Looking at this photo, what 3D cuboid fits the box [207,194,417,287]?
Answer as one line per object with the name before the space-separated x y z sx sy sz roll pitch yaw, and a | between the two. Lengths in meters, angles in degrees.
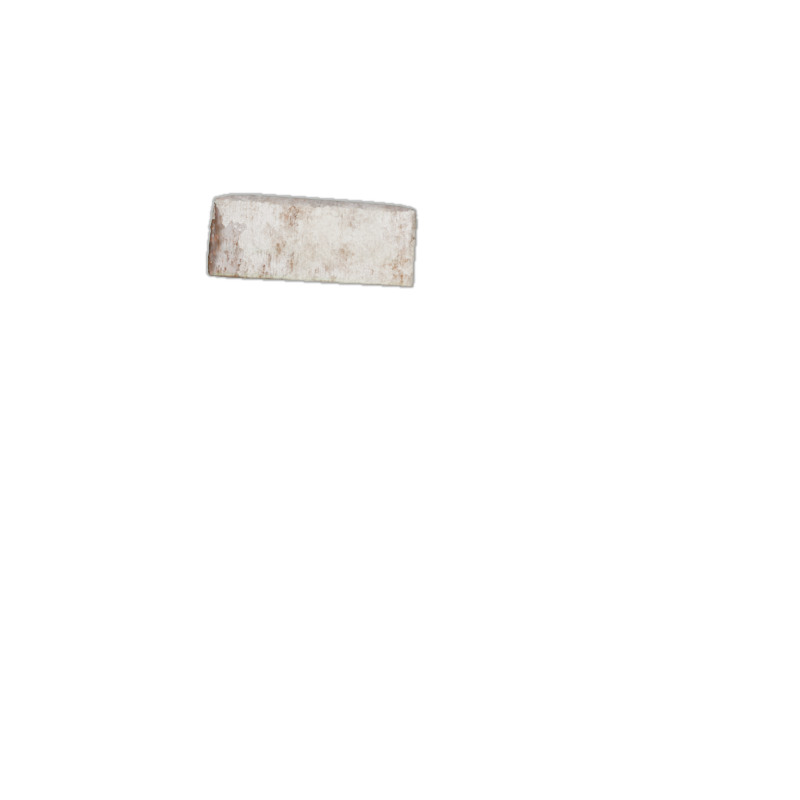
box | -0.076 -0.138 0.970 0.164 0.071 0.216 3 6 -3
